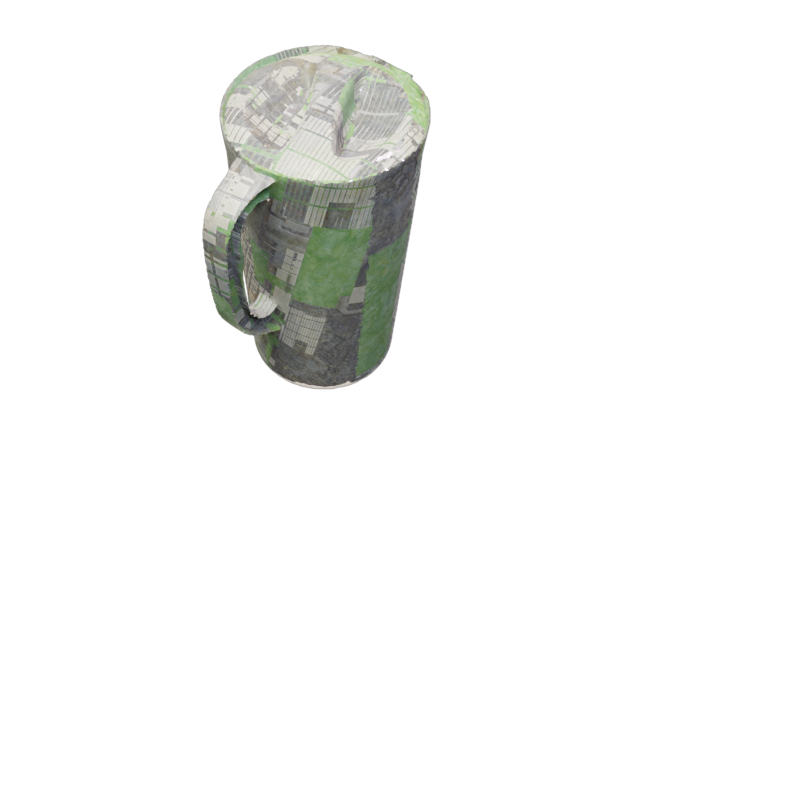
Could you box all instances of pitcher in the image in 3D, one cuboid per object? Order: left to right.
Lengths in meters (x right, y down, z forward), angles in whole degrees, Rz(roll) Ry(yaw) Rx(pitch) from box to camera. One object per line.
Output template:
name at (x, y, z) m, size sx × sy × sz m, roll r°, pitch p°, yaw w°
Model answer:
pitcher at (-0.061, -0.111, 0.776) m, size 0.148 × 0.156 × 0.227 m, roll -4°, pitch -39°, yaw -7°
